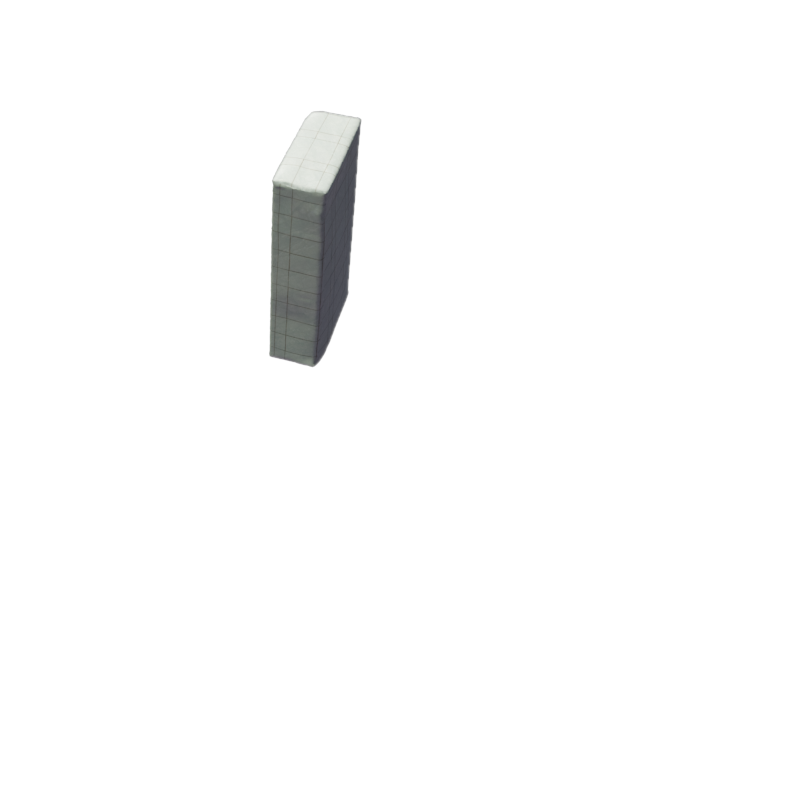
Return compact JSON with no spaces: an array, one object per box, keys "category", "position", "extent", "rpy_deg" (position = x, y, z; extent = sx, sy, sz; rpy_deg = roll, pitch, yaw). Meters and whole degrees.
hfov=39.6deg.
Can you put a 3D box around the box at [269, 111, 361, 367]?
[{"category":"box","position":[-0.065,-0.118,0.825],"extent":[0.049,0.164,0.098],"rpy_deg":[12,45,8]}]
